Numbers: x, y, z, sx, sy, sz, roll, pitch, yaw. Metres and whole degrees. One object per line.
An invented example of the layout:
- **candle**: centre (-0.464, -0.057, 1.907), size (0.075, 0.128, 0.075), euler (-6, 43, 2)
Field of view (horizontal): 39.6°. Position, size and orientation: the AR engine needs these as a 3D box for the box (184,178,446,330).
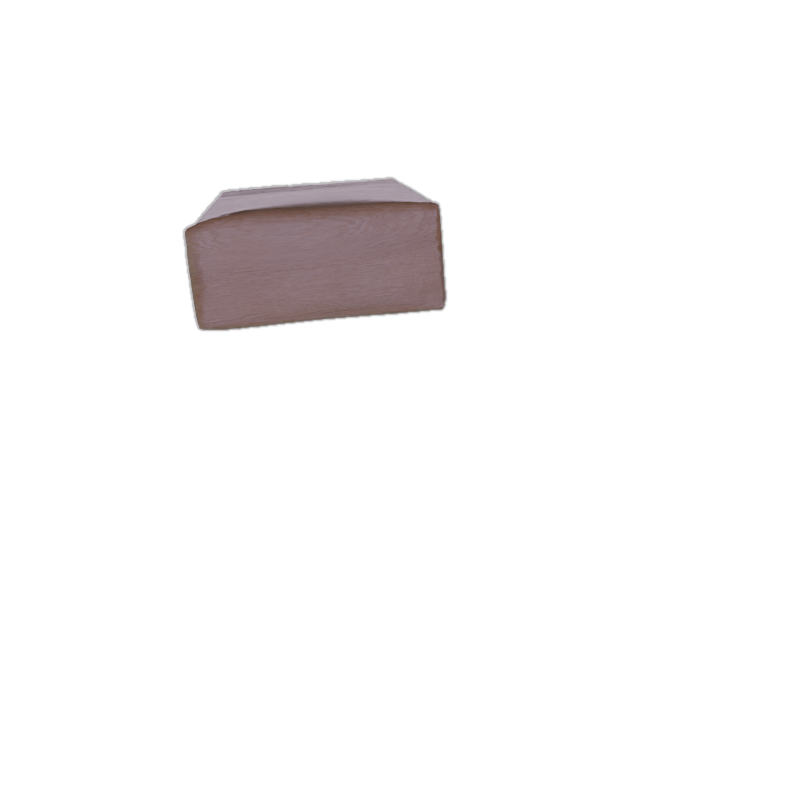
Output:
- **box**: centre (-0.038, -0.069, 0.482), size (0.093, 0.047, 0.180), euler (-5, 12, -3)
